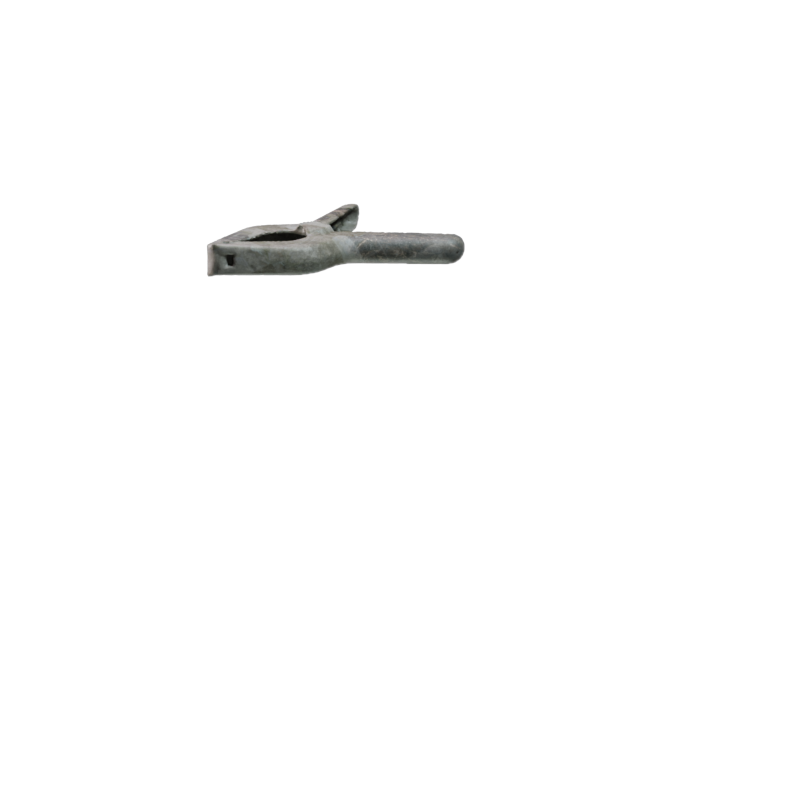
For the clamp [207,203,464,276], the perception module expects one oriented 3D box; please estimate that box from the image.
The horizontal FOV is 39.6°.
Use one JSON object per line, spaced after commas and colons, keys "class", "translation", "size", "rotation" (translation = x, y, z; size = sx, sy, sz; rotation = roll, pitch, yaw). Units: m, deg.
{"class": "clamp", "translation": [-0.074, -0.136, 0.951], "size": [0.205, 0.035, 0.175], "rotation": [-11, 23, -27]}
